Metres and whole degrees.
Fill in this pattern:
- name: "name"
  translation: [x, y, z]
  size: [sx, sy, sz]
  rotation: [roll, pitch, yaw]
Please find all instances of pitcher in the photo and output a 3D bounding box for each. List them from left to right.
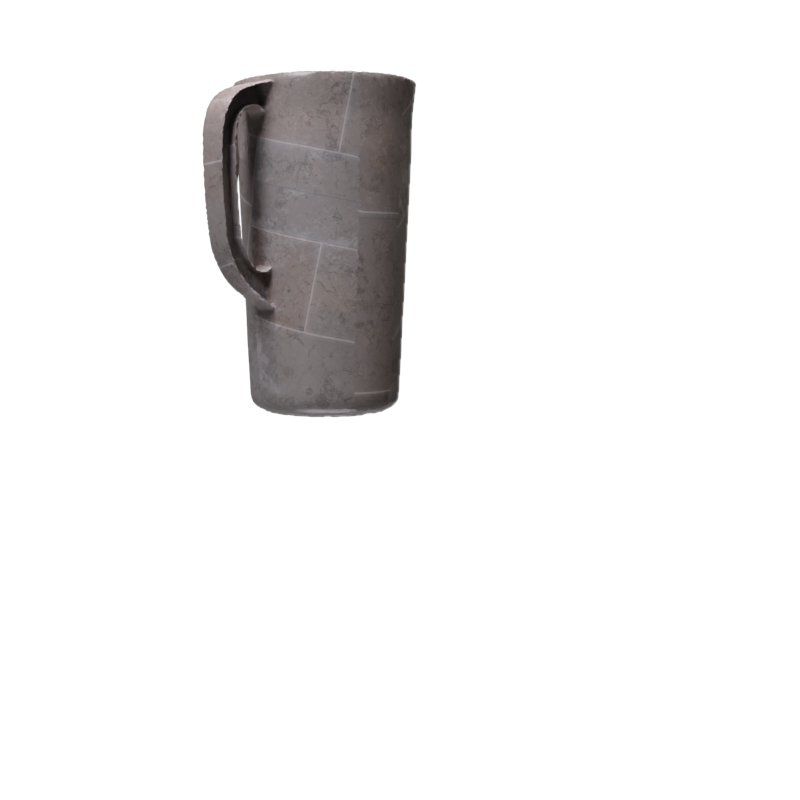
- name: "pitcher"
  translation: [-0.063, -0.114, 0.800]
  size: [0.149, 0.243, 0.145]
  rotation: [0, 1, -3]
